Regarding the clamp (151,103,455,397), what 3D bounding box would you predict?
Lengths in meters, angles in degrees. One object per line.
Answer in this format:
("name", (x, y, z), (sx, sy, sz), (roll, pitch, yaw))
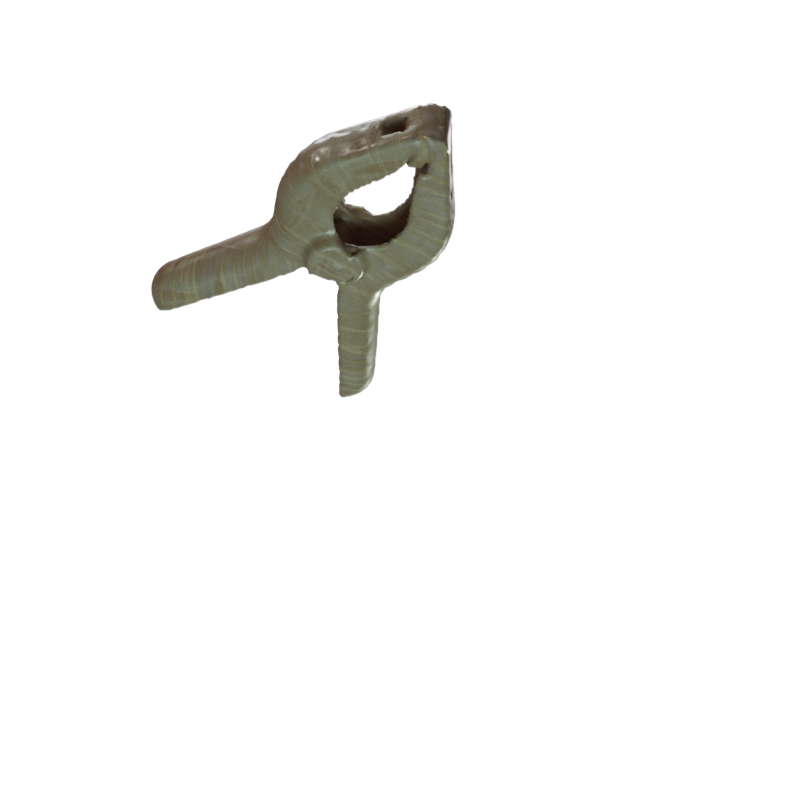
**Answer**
("clamp", (-0.040, -0.072, 0.506), (0.116, 0.042, 0.165), (17, -48, -17))
